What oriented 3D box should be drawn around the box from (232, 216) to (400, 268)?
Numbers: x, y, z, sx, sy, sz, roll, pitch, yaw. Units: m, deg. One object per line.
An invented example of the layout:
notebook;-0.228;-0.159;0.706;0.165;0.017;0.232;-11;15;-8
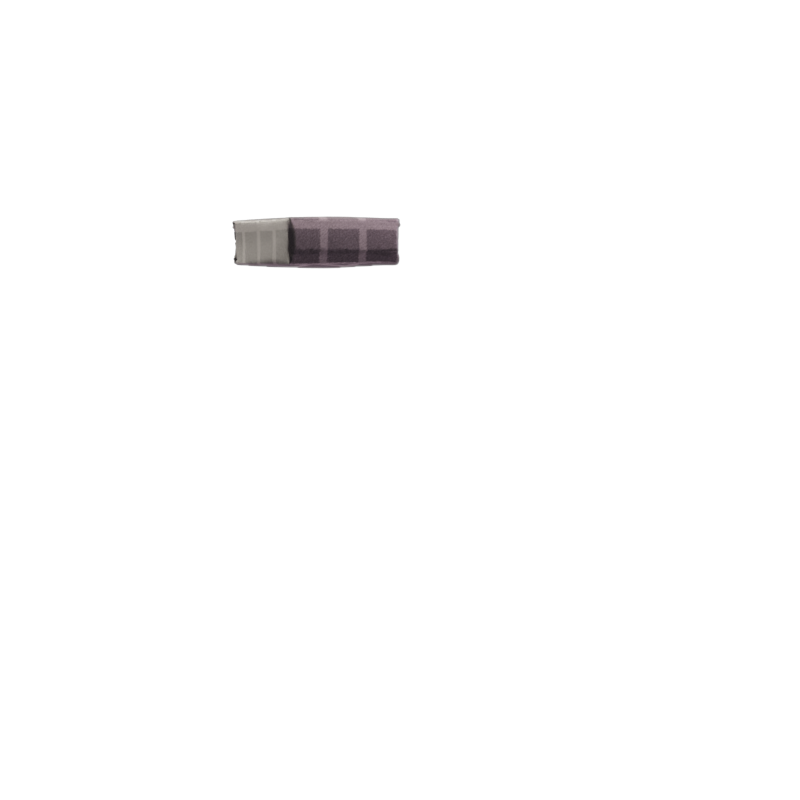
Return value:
box;-0.065;-0.119;0.835;0.087;0.039;0.117;-2;5;-28
